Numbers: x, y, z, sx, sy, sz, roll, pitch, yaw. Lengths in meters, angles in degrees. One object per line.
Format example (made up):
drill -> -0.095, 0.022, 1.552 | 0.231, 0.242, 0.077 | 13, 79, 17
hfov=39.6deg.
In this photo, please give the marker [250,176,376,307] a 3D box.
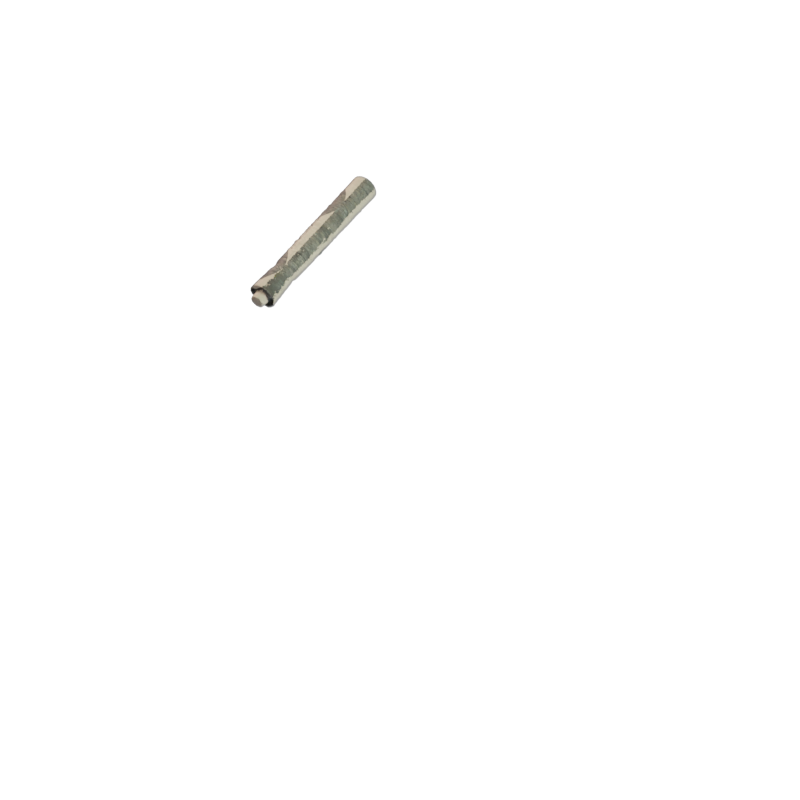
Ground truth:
marker -> -0.057, -0.103, 0.723 | 0.021, 0.018, 0.124 | 3, 45, 45
